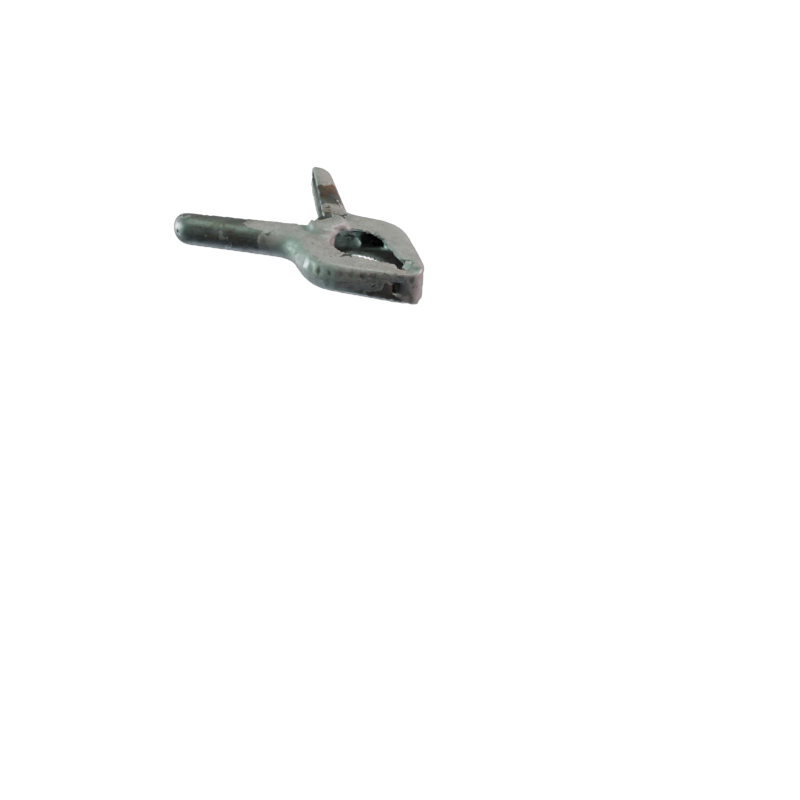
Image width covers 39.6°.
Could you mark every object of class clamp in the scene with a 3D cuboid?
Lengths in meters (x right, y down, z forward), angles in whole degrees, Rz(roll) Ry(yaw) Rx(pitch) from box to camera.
[{"bbox_3d":[-0.069,-0.126,0.886,0.163,0.034,0.226,-23,40,-30],"label":"clamp"}]
